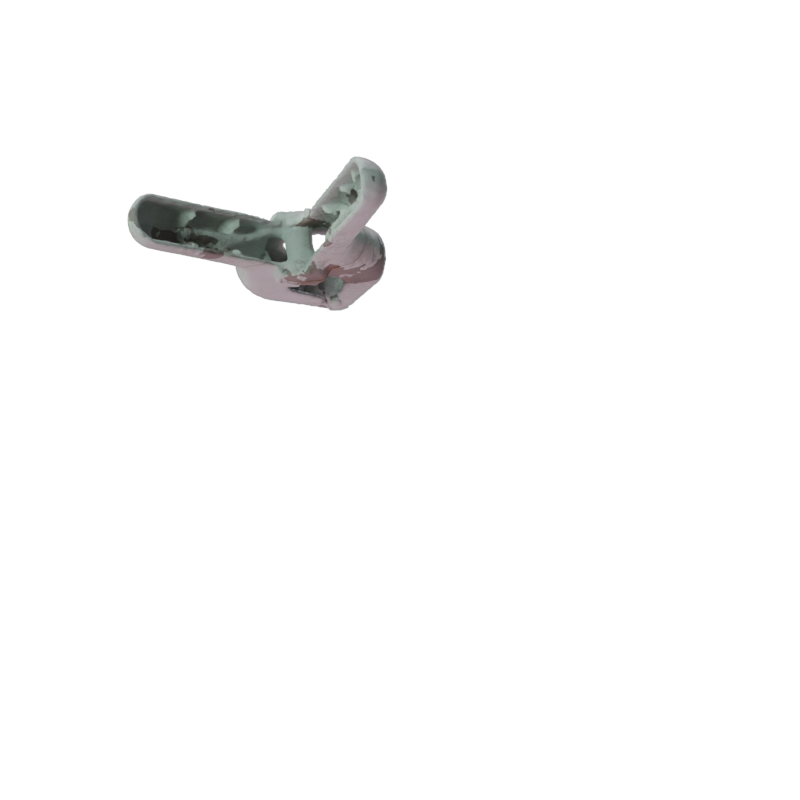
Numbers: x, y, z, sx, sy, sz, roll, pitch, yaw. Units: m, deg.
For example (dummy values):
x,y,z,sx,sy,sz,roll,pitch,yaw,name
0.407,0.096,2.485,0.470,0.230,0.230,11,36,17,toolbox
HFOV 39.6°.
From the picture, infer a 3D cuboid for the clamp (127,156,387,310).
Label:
x,y,z,sx,sy,sz,roll,pitch,yaw,name
-0.044,-0.080,0.557,0.123,0.040,0.163,-3,-7,22,clamp
